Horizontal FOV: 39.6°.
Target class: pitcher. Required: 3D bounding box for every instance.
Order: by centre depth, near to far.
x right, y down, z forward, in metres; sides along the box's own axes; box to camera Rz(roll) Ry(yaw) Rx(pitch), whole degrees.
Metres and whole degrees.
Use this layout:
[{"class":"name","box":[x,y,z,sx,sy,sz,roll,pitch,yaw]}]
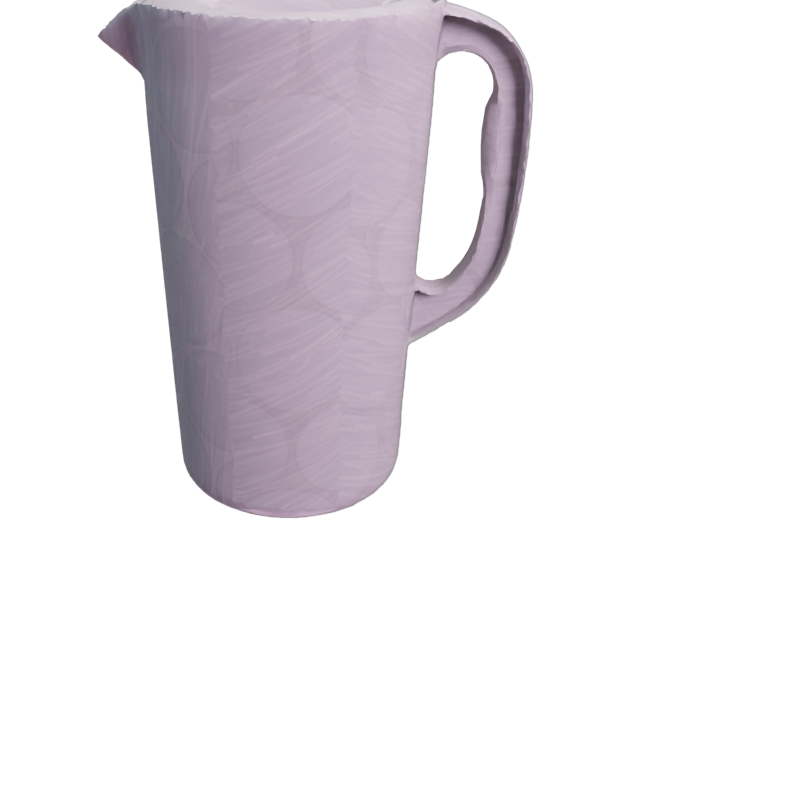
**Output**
[{"class":"pitcher","box":[-0.040,-0.073,0.513,0.143,0.231,0.159,-21,33,-40]}]
